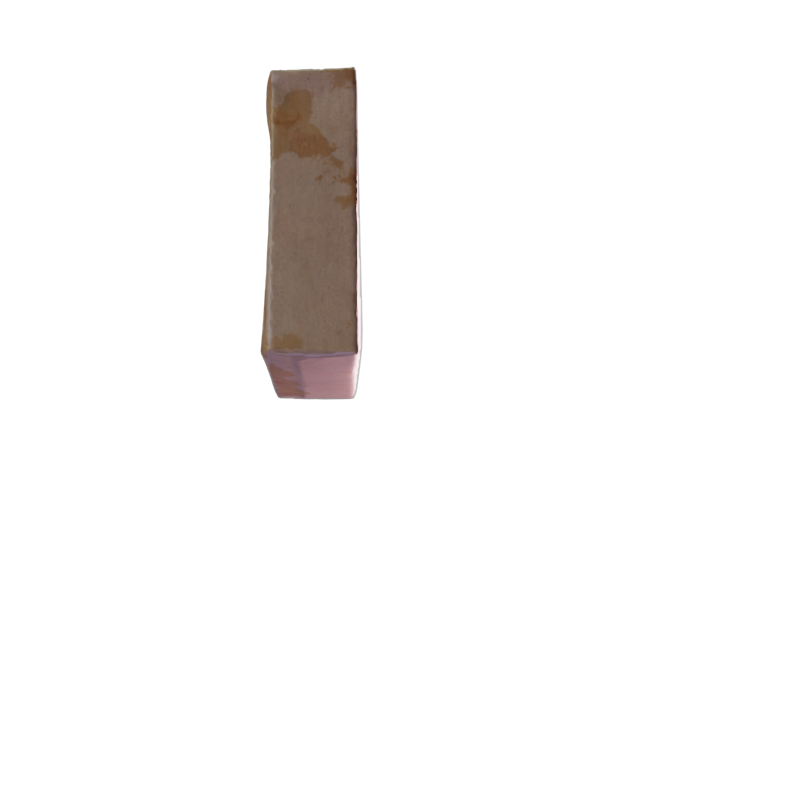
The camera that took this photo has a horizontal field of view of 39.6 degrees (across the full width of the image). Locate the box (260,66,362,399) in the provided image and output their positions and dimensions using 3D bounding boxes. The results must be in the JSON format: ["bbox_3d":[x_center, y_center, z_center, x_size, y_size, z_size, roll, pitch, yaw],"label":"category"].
[{"bbox_3d":[-0.066,-0.120,0.838,0.072,0.223,0.158,-1,-15,-2],"label":"box"}]
